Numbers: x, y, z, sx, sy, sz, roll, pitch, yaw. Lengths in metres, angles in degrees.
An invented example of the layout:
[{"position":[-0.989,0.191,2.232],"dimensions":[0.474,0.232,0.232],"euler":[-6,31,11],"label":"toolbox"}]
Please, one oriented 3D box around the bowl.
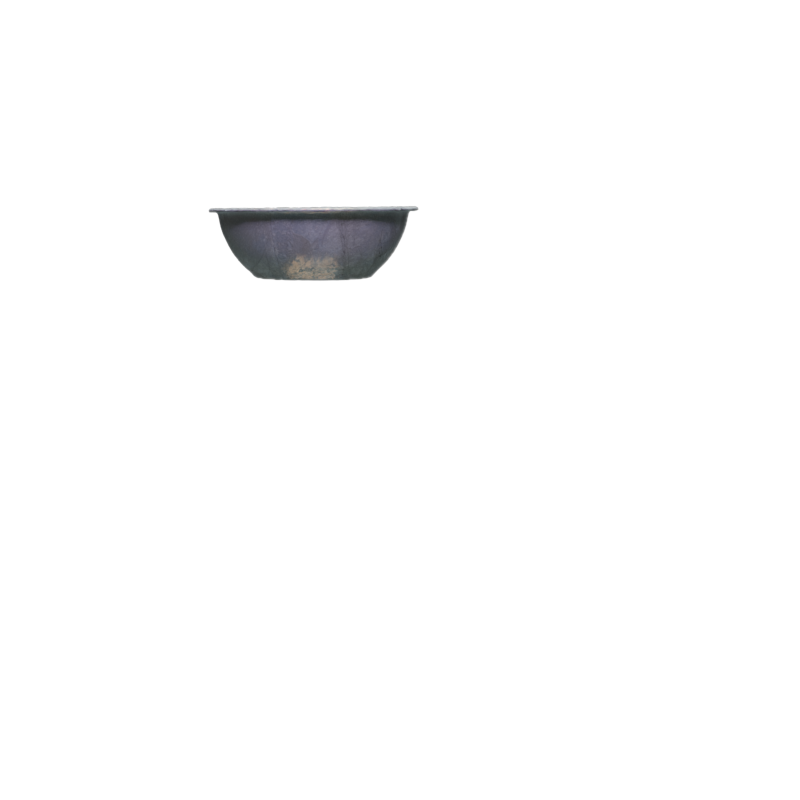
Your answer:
[{"position":[-0.067,-0.122,0.857],"dimensions":[0.162,0.054,0.165],"euler":[0,9,-2],"label":"bowl"}]
